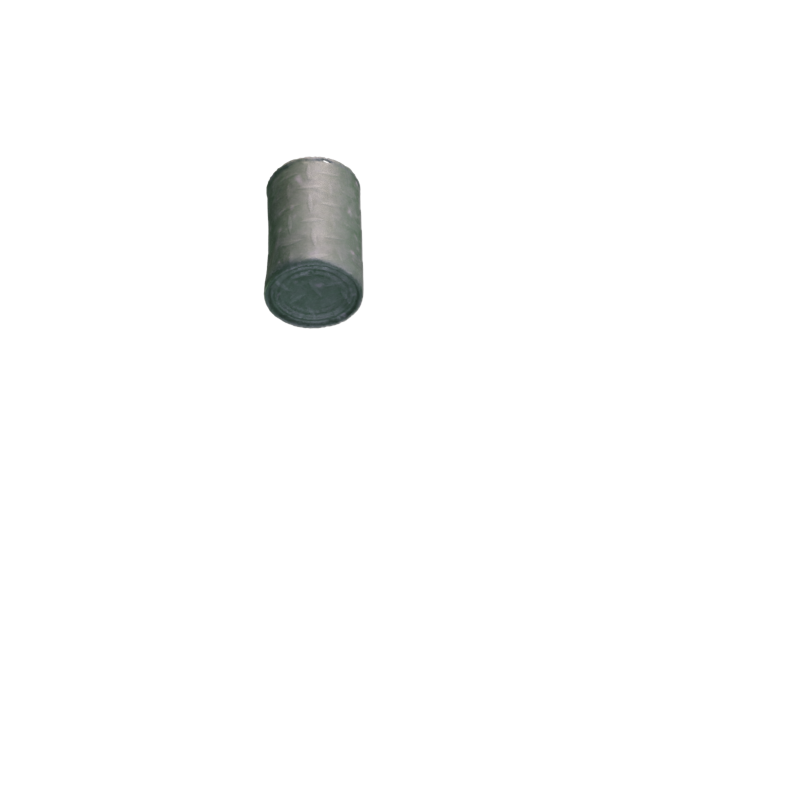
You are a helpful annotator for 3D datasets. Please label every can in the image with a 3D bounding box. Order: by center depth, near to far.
[{"bbox_3d":[-0.060,-0.109,0.762,0.068,0.110,0.064,-1,-40,-3],"label":"can"}]
